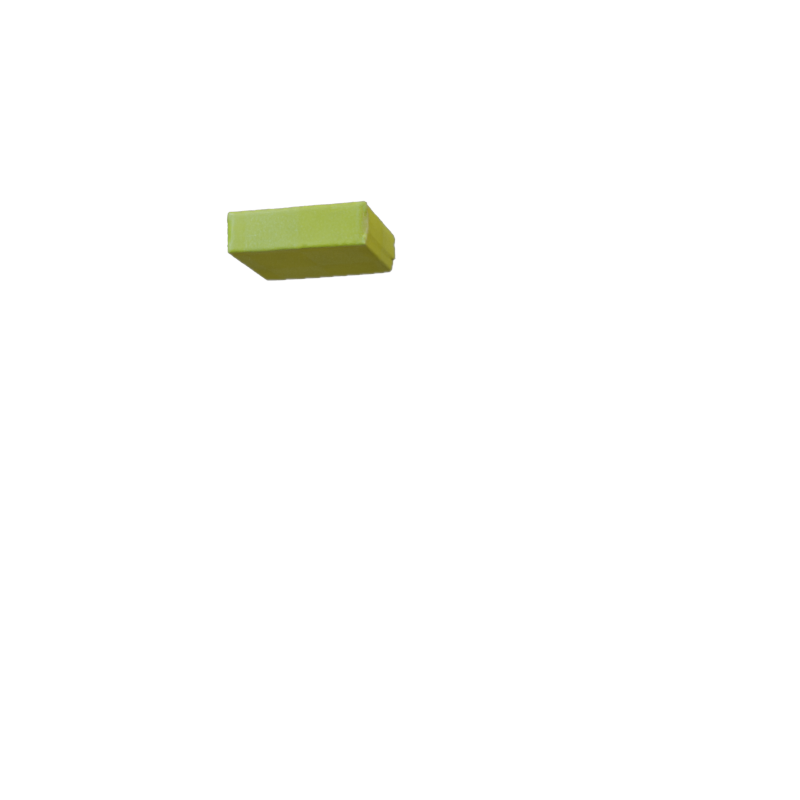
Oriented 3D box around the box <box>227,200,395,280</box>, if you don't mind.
[{"bbox_3d":[-0.054,-0.099,0.691,0.091,0.031,0.070,-2,-9,15],"label":"box"}]
